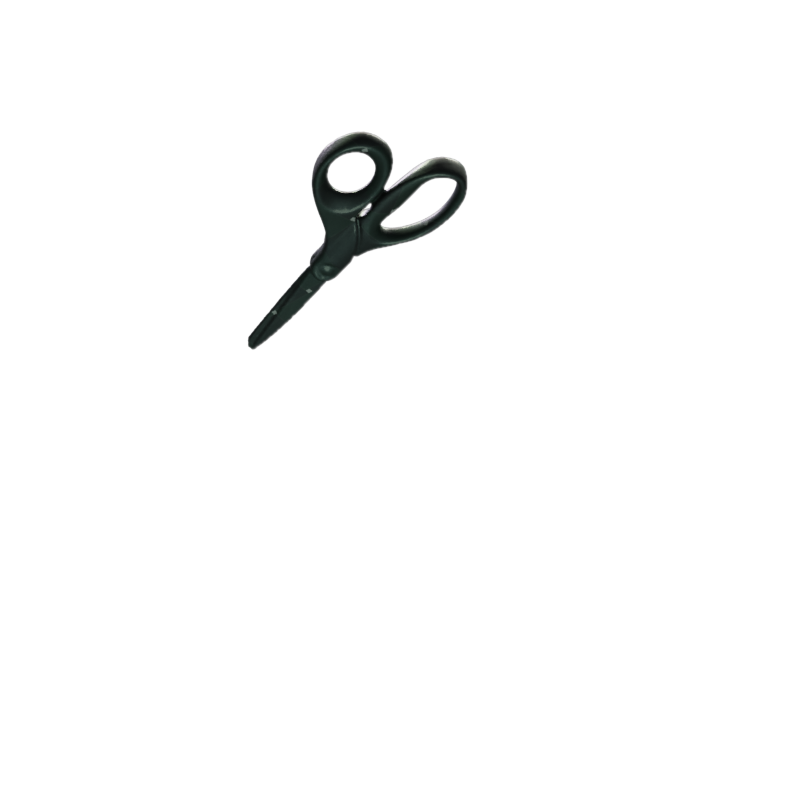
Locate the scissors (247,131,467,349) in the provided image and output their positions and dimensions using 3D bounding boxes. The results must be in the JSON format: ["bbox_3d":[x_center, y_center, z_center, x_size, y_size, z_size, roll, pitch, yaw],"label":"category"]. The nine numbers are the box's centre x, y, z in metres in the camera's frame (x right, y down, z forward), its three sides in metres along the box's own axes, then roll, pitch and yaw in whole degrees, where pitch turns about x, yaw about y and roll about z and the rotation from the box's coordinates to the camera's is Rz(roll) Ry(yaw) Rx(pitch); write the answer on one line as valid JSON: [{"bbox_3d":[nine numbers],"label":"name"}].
[{"bbox_3d":[-0.052,-0.095,0.664,0.201,0.017,0.090,-28,-47,30],"label":"scissors"}]
